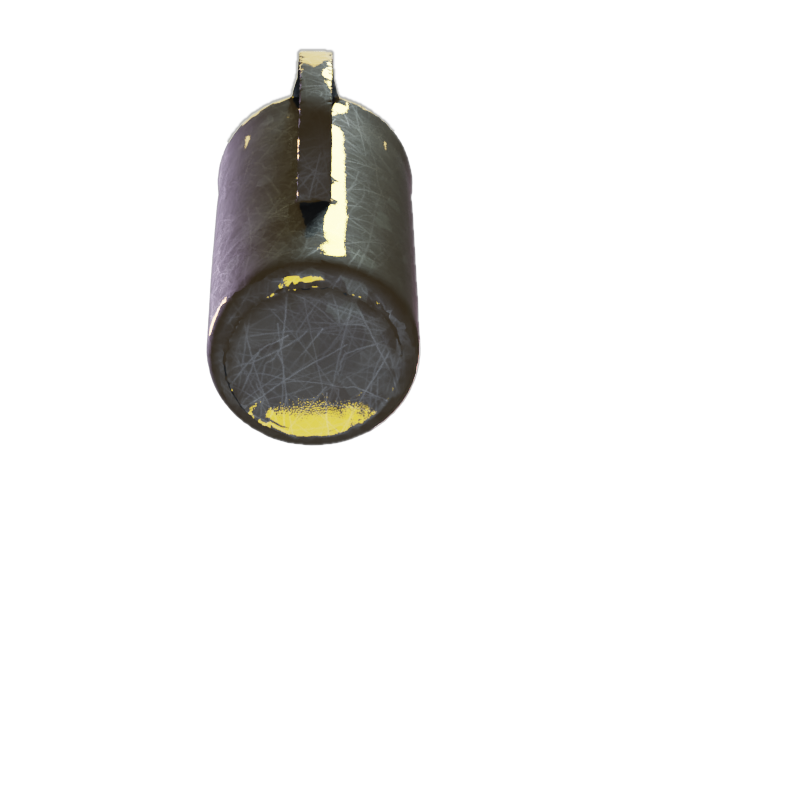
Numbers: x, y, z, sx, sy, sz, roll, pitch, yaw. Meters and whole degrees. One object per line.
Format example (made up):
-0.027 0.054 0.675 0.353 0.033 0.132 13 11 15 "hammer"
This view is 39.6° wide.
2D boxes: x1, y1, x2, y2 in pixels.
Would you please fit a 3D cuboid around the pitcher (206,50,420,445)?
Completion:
-0.051 -0.093 0.653 0.144 0.142 0.258 -39 25 17 "pitcher"
